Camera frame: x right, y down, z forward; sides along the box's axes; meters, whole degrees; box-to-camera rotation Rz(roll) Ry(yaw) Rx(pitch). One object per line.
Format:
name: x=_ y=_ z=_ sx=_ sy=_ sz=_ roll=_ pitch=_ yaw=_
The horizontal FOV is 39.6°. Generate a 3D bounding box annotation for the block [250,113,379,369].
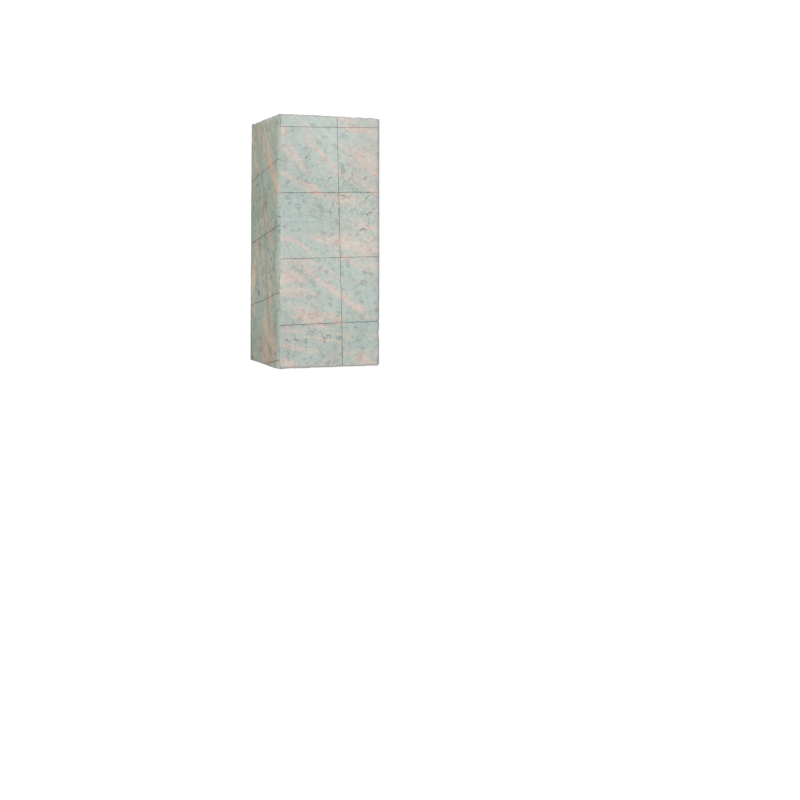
block: x=-0.074 y=-0.135 z=0.948 sx=0.088 sy=0.206 sz=0.092 roll=0 pitch=1 yaw=-21
